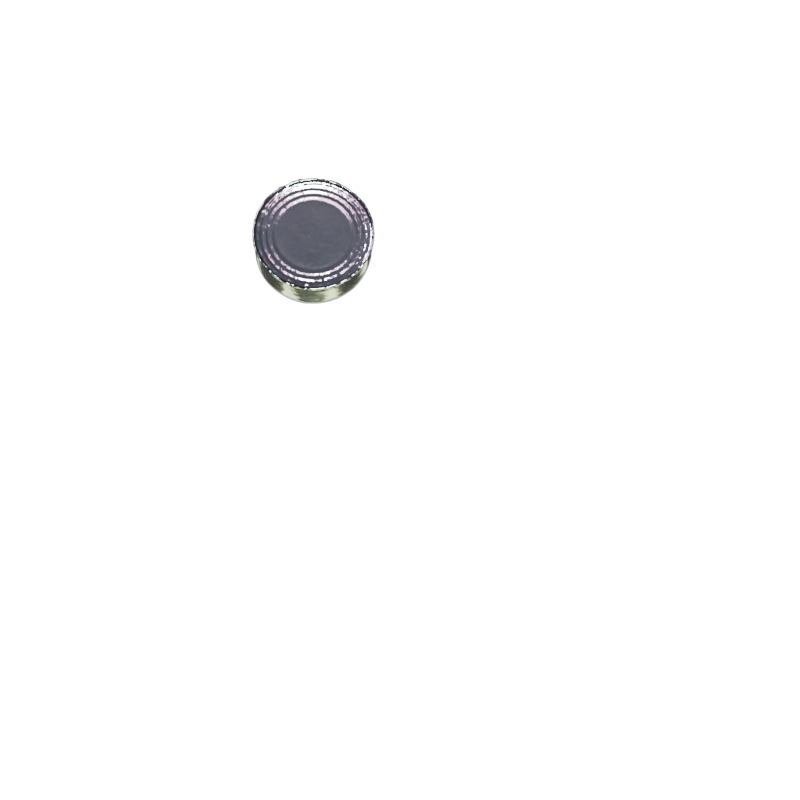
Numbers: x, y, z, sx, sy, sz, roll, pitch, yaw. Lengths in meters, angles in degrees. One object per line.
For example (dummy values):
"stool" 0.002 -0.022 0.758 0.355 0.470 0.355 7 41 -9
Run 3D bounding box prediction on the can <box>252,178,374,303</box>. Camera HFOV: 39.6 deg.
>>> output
"can" -0.062 -0.113 0.792 0.086 0.090 0.032 -1 -22 -1
